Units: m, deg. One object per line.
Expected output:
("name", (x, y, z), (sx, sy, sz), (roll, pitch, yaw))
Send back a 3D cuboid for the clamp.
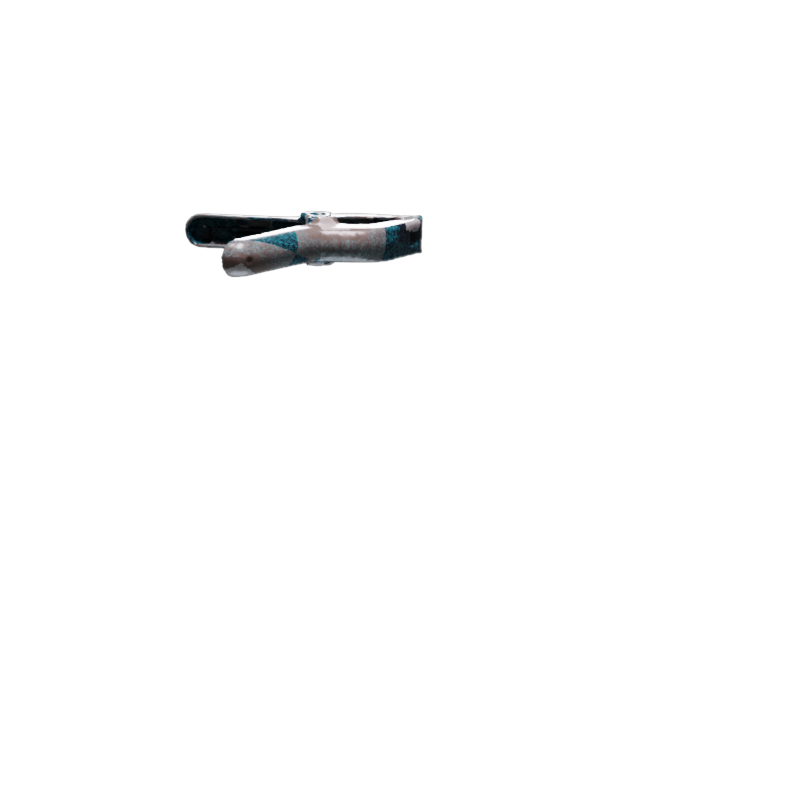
("clamp", (-0.061, -0.111, 0.775), (0.169, 0.037, 0.127), (-5, 25, -11))
